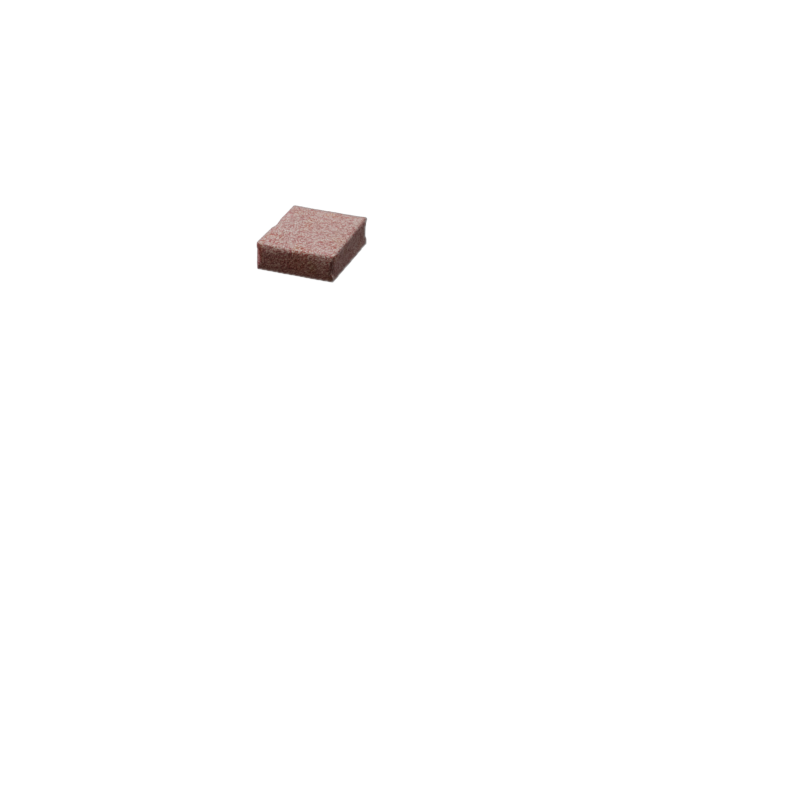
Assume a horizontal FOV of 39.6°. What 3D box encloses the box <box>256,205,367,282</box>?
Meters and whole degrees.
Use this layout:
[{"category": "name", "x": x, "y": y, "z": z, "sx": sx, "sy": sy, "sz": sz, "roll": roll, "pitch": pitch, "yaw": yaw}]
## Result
[{"category": "box", "x": -0.078, "y": -0.142, "z": 0.991, "sx": 0.075, "sy": 0.028, "sz": 0.092, "roll": 11, "pitch": 34, "yaw": 17}]
